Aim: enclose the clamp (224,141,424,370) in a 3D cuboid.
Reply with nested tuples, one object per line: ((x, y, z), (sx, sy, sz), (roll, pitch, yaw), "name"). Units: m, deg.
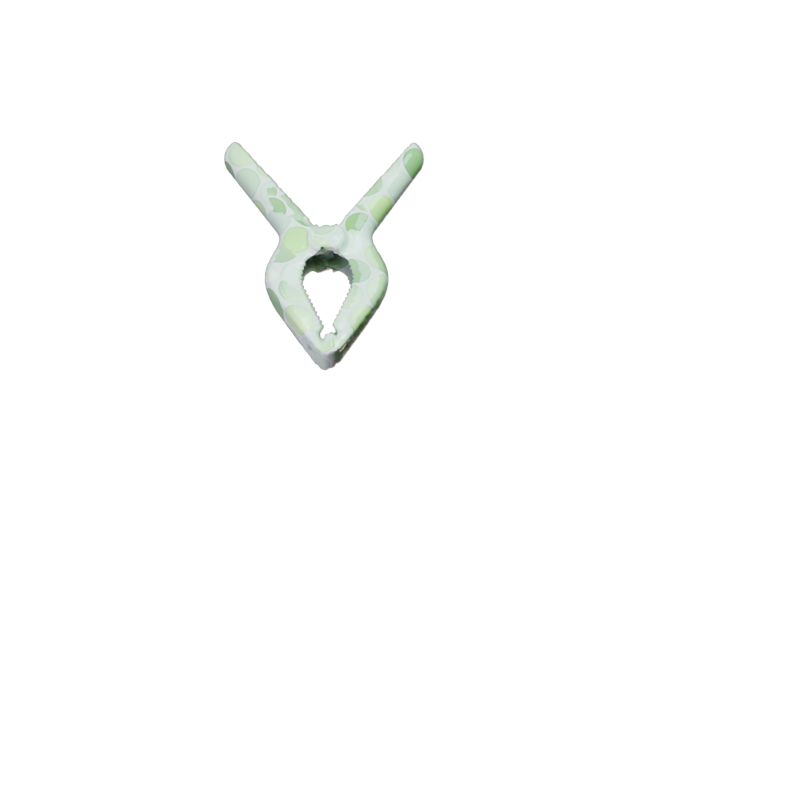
((-0.068, -0.125, 0.875), (0.165, 0.223, 0.034), (4, -31, 2), "clamp")
